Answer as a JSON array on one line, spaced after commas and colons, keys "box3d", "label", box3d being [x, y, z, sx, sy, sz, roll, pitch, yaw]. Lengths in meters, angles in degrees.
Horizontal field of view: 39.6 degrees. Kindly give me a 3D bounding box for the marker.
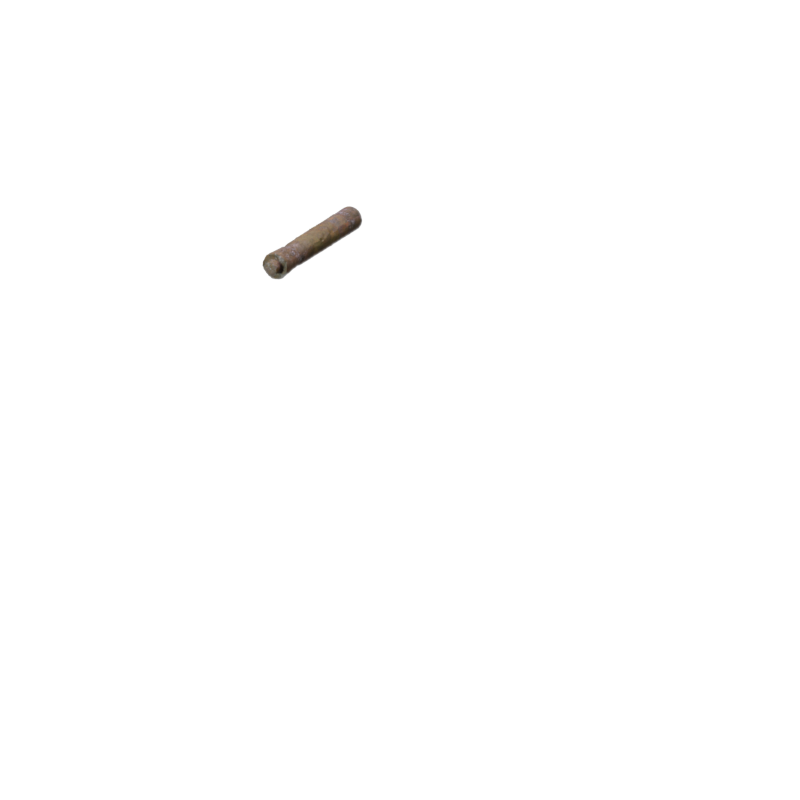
[{"box3d": [-0.061, -0.111, 0.777, 0.020, 0.019, 0.122, 1, 24, 25], "label": "marker"}]
